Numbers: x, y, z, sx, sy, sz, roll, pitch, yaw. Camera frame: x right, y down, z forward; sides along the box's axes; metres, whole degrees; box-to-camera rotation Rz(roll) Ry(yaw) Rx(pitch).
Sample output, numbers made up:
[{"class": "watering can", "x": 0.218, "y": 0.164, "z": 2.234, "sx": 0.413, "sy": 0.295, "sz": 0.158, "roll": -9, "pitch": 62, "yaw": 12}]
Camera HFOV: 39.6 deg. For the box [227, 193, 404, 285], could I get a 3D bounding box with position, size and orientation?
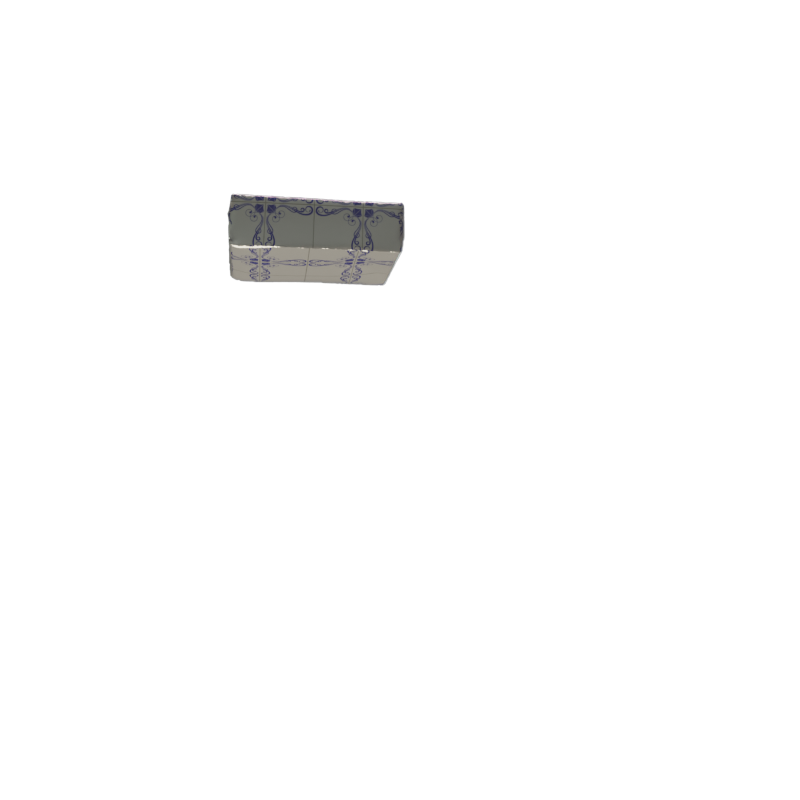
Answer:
[{"class": "box", "x": -0.058, "y": -0.105, "z": 0.738, "sx": 0.113, "sy": 0.040, "sz": 0.088, "roll": 1, "pitch": -10, "yaw": -5}]
